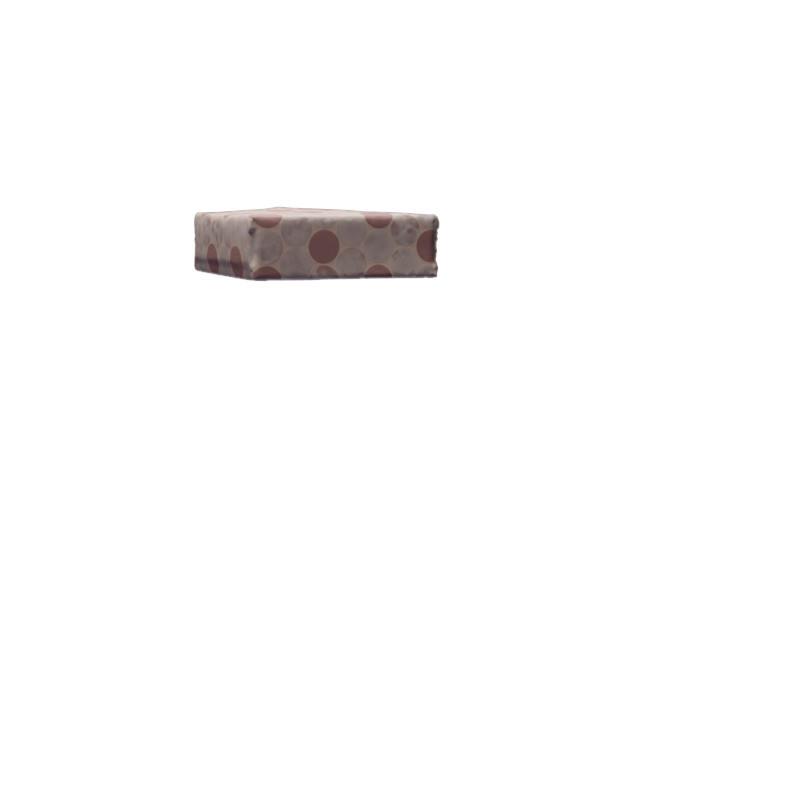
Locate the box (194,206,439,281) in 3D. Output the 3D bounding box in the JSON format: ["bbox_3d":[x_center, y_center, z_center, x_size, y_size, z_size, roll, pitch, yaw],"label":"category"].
[{"bbox_3d":[-0.038,-0.070,0.492,0.087,0.030,0.076,-5,11,-26],"label":"box"}]
